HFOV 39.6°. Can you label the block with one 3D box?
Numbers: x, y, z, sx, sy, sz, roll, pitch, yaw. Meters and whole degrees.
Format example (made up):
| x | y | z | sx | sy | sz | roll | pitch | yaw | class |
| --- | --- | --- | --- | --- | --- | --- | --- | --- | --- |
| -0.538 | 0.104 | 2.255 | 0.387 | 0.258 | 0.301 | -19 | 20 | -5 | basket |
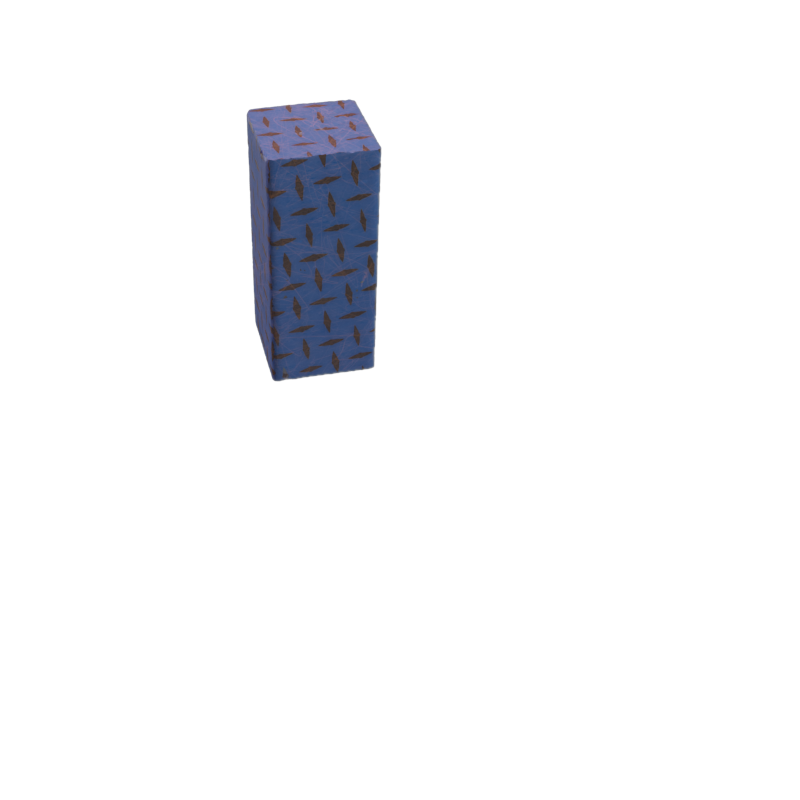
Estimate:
| x | y | z | sx | sy | sz | roll | pitch | yaw | class |
| --- | --- | --- | --- | --- | --- | --- | --- | --- | --- |
| -0.071 | -0.128 | 0.898 | 0.089 | 0.193 | 0.098 | -7 | 37 | -13 | block |
